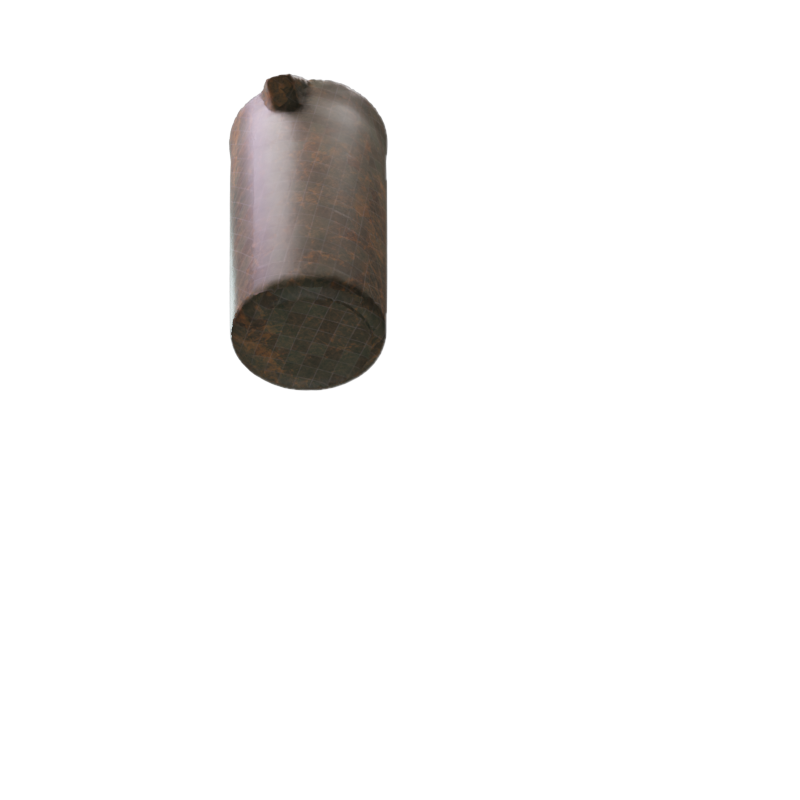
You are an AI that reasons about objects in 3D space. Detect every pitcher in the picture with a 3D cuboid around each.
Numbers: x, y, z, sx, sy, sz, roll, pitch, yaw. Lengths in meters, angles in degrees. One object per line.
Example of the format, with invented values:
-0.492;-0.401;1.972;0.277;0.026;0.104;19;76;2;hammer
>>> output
-0.067;-0.122;0.851;0.143;0.261;0.141;22;-50;-23;pitcher
